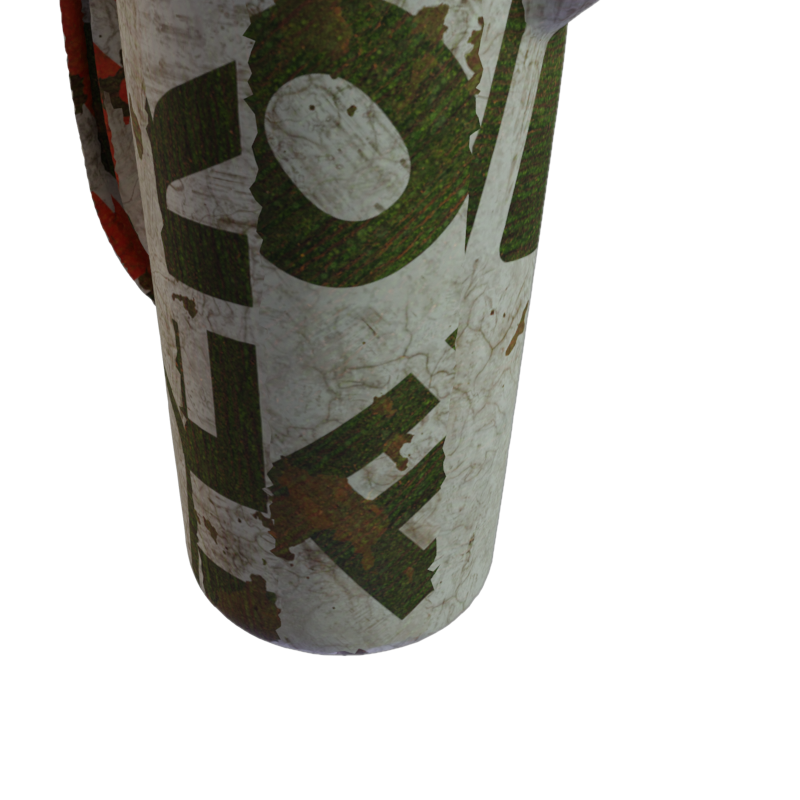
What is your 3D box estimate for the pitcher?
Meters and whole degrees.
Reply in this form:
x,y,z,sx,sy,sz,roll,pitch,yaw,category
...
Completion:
x,y,z,sx,sy,sz,roll,pitch,yaw,category
-0.028,-0.050,0.353,0.143,0.230,0.160,-5,28,-13,pitcher
